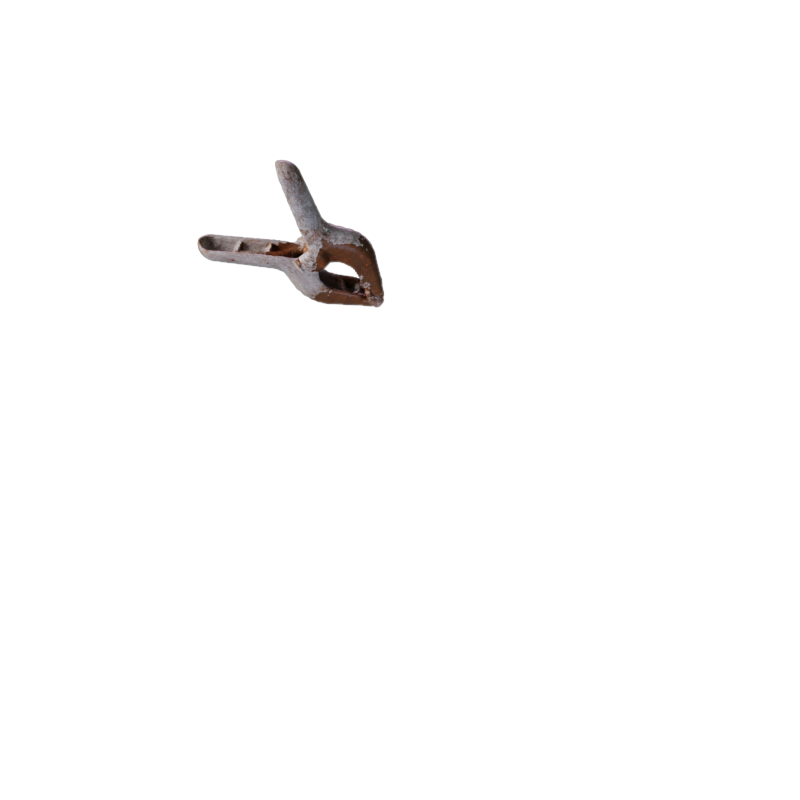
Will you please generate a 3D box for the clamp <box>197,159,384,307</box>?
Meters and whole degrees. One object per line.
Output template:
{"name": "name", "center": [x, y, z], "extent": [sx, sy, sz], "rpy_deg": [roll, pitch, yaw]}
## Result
{"name": "clamp", "center": [-0.075, -0.137, 0.957], "extent": [0.164, 0.042, 0.117], "rpy_deg": [22, -44, -24]}
